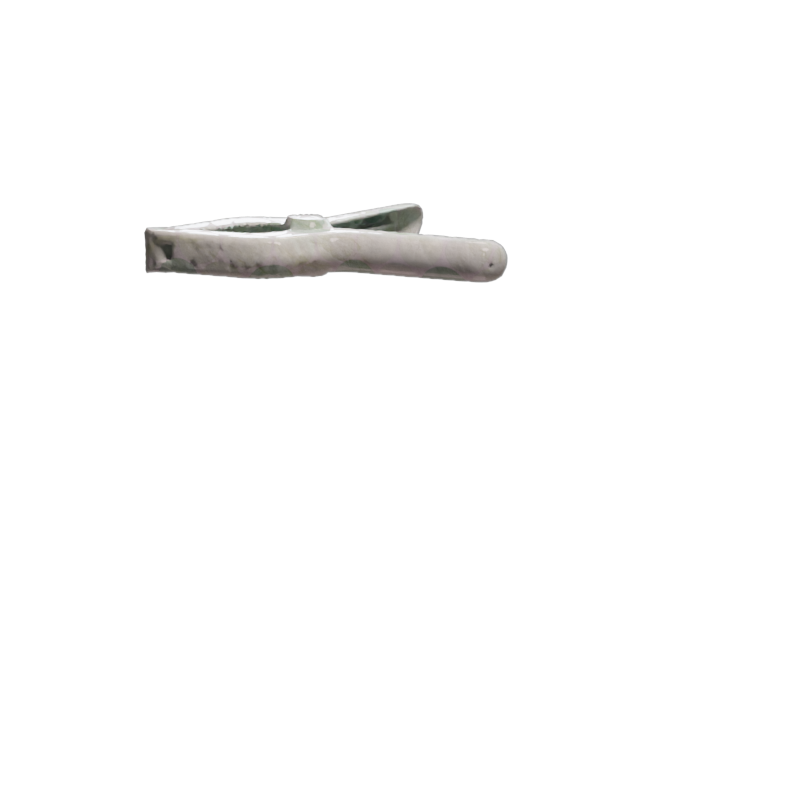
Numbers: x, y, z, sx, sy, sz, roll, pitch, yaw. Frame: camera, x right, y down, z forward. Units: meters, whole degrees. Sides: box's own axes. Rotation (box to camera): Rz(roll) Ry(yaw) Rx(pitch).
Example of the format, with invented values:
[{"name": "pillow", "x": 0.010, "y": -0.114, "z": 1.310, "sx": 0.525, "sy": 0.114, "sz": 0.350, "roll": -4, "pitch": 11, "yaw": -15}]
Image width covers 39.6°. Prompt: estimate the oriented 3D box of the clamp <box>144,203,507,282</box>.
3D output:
[{"name": "clamp", "x": -0.055, "y": -0.100, "z": 0.704, "sx": 0.208, "sy": 0.035, "sz": 0.171, "roll": -2, "pitch": 17, "yaw": -8}]
